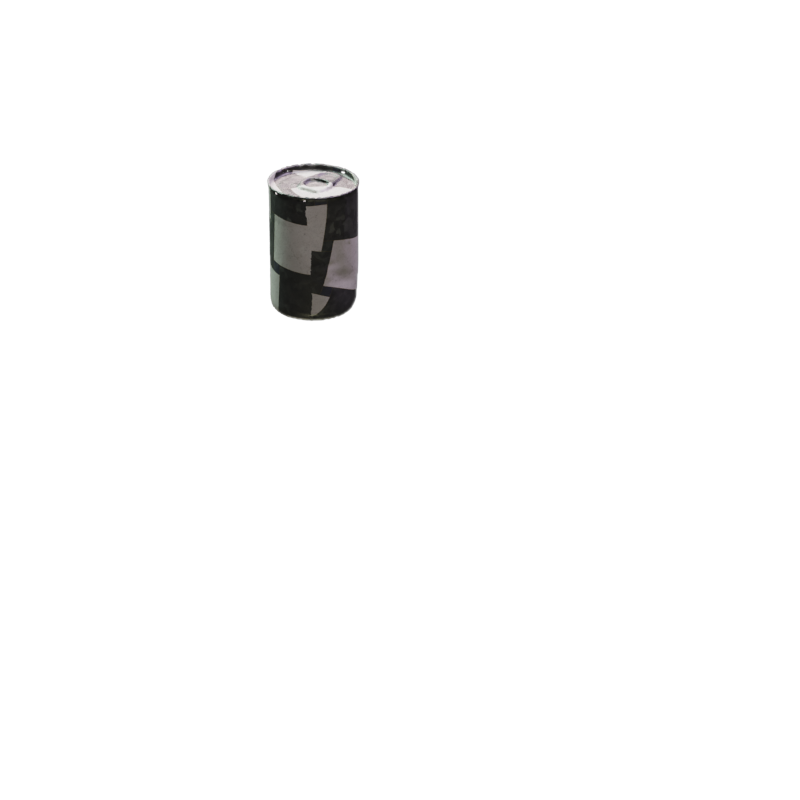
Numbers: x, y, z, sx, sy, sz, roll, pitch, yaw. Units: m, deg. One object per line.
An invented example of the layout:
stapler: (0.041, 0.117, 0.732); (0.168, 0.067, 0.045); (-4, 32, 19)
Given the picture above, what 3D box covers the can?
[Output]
can: (-0.066, -0.120, 0.841); (0.068, 0.096, 0.073); (0, 29, -2)
